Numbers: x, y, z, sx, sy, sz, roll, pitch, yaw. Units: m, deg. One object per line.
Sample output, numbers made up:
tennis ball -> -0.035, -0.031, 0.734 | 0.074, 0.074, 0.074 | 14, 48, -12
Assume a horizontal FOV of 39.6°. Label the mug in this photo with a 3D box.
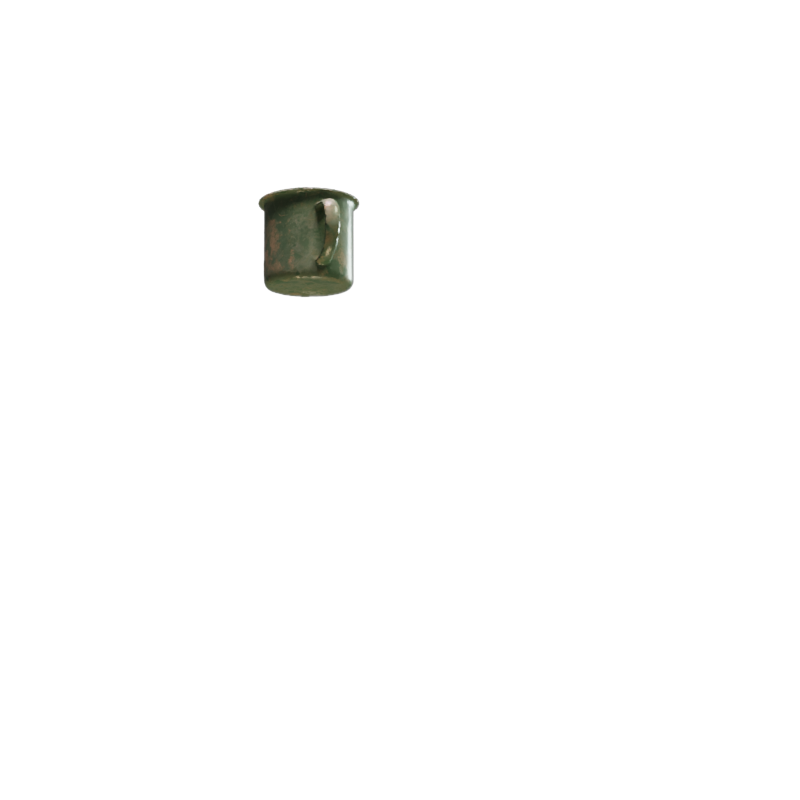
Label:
mug -> -0.078, -0.143, 0.999 | 0.090, 0.084, 0.117 | 4, -11, -23
